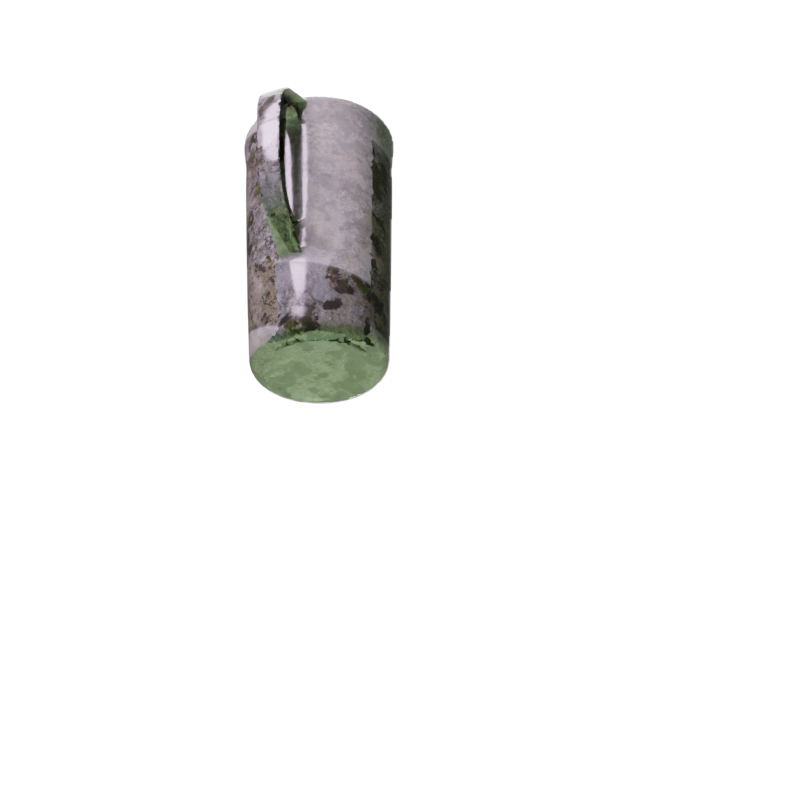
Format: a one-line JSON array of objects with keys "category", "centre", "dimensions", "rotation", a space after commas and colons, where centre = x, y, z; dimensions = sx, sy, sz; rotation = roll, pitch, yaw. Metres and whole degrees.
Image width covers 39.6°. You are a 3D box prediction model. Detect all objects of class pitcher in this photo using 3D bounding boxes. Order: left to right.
[{"category": "pitcher", "centre": [-0.071, -0.130, 0.911], "dimensions": [0.144, 0.260, 0.140], "rotation": [14, -39, -21]}]
